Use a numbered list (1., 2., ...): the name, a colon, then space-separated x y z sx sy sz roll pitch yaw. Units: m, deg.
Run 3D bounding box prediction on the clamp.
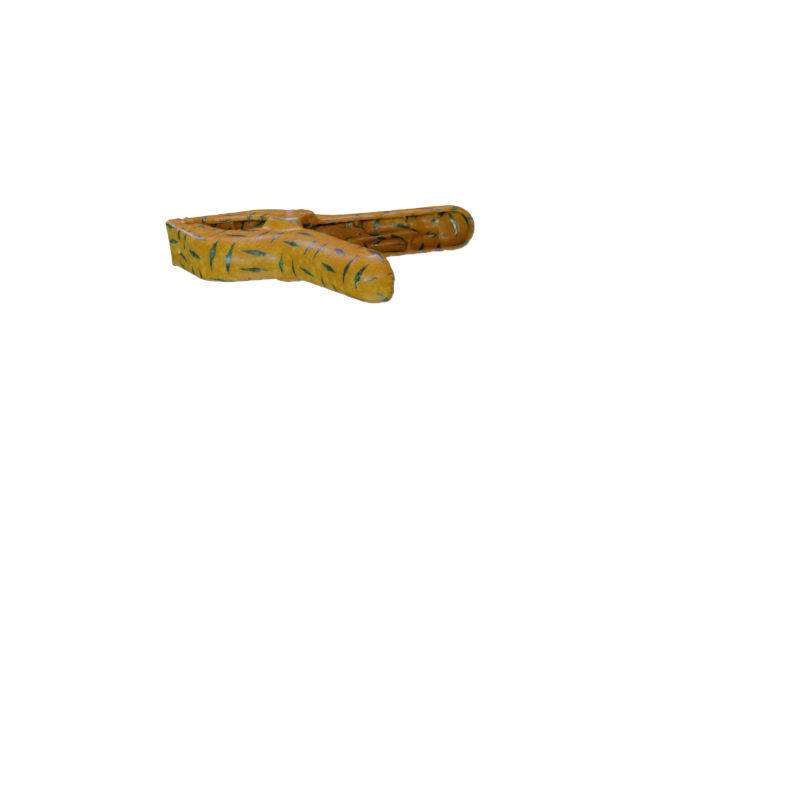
1. clamp: -0.048 -0.087 0.607 0.180 0.038 0.118 12 21 34
